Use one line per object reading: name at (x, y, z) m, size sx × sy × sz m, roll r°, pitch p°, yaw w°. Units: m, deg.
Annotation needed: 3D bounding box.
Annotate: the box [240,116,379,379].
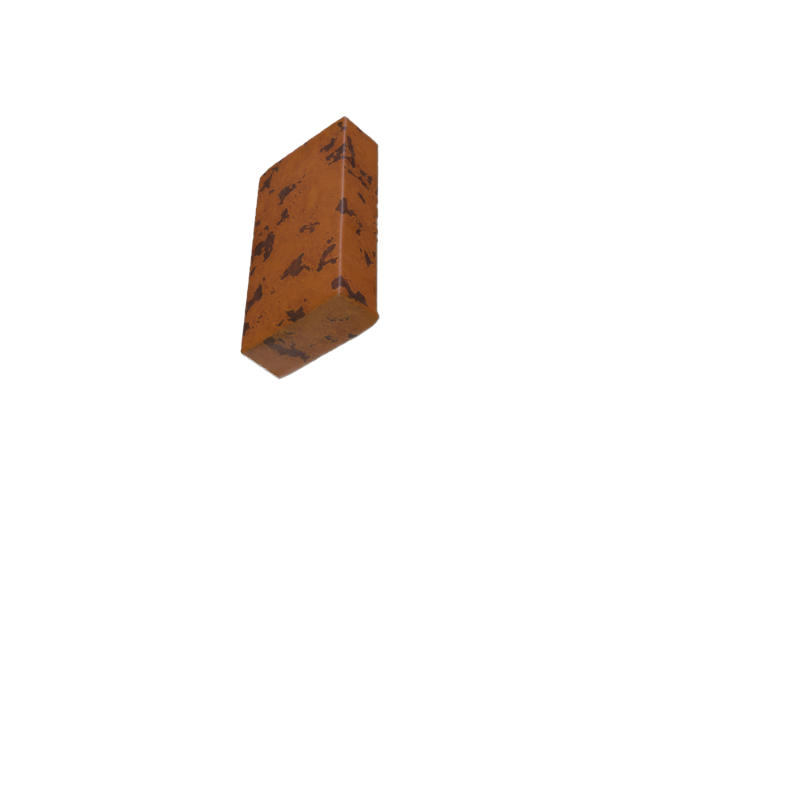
box at (-0.061, -0.111, 0.776) m, size 0.093 × 0.189 × 0.045 m, roll -30°, pitch -46°, yaw 29°
